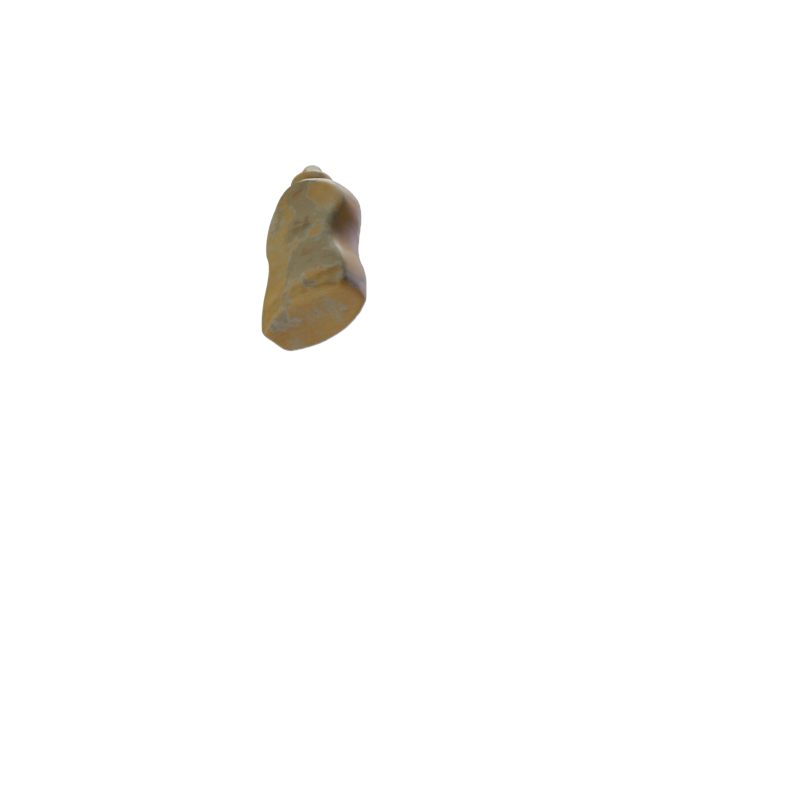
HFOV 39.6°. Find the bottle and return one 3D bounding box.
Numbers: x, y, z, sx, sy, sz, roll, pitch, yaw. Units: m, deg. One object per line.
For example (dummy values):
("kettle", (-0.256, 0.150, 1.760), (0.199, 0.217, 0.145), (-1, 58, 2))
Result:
("bottle", (-0.077, -0.140, 0.980), (0.095, 0.206, 0.055), (-33, -50, 28))
